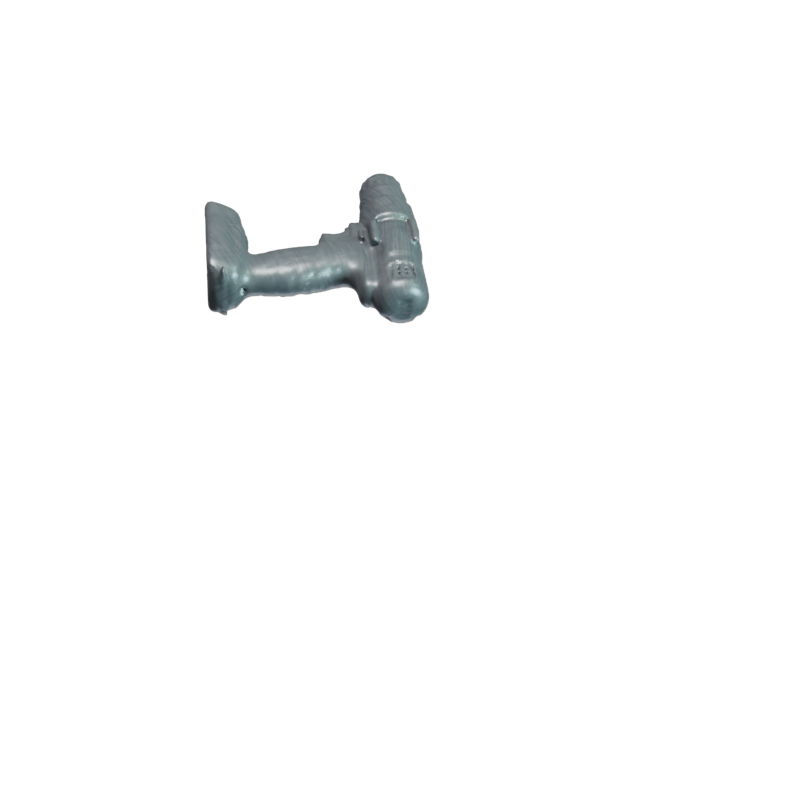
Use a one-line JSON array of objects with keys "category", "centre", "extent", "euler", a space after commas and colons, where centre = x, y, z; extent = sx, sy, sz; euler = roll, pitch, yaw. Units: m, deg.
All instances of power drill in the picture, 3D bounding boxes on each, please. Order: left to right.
[{"category": "power drill", "centre": [-0.075, -0.137, 0.961], "extent": [0.187, 0.054, 0.198], "euler": [-4, 40, -5]}]
